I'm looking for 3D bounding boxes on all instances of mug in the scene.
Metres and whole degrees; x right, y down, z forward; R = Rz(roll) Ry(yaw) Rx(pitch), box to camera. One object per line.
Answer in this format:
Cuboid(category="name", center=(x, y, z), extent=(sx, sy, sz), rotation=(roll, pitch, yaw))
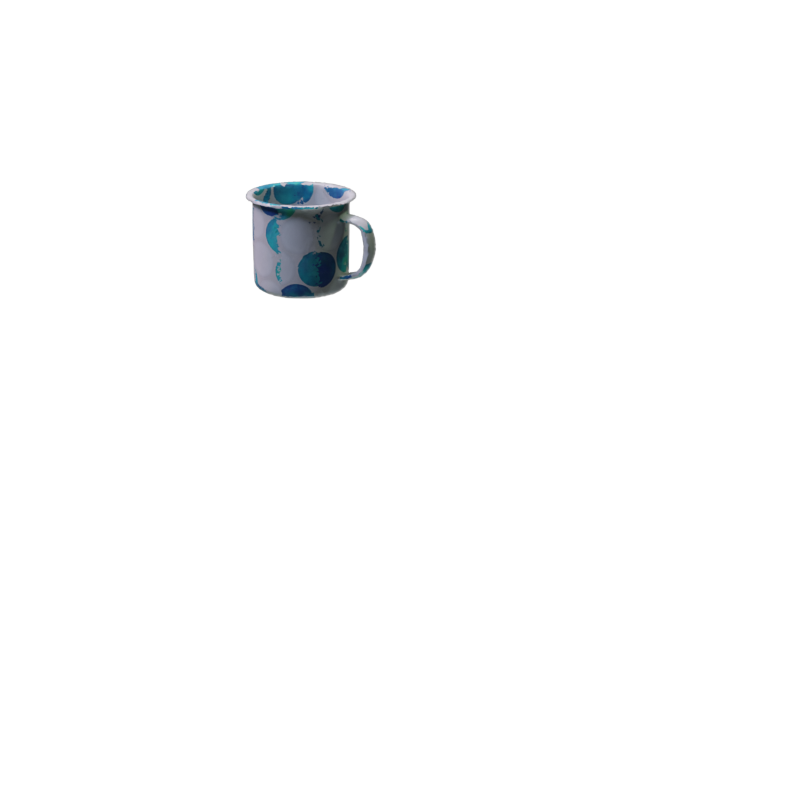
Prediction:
Cuboid(category="mug", center=(-0.073, -0.133, 0.935), extent=(0.122, 0.078, 0.093), rotation=(11, 23, 26))
